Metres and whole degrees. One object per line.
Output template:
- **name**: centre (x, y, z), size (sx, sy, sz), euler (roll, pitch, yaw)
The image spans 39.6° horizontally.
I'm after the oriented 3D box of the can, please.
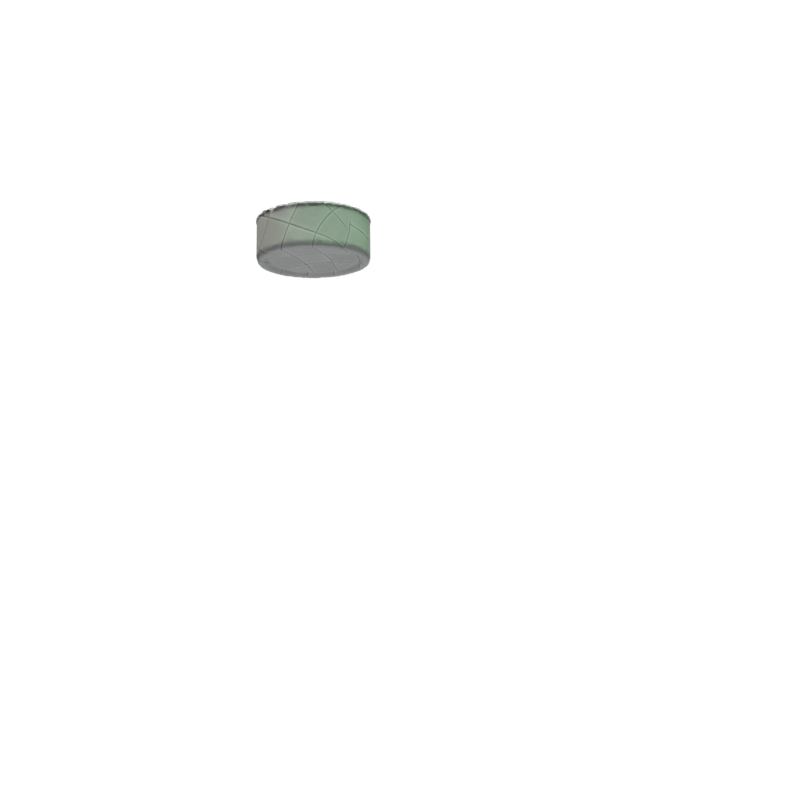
- **can**: centre (-0.064, -0.117, 0.822), size (0.086, 0.035, 0.083), euler (0, -11, -2)
